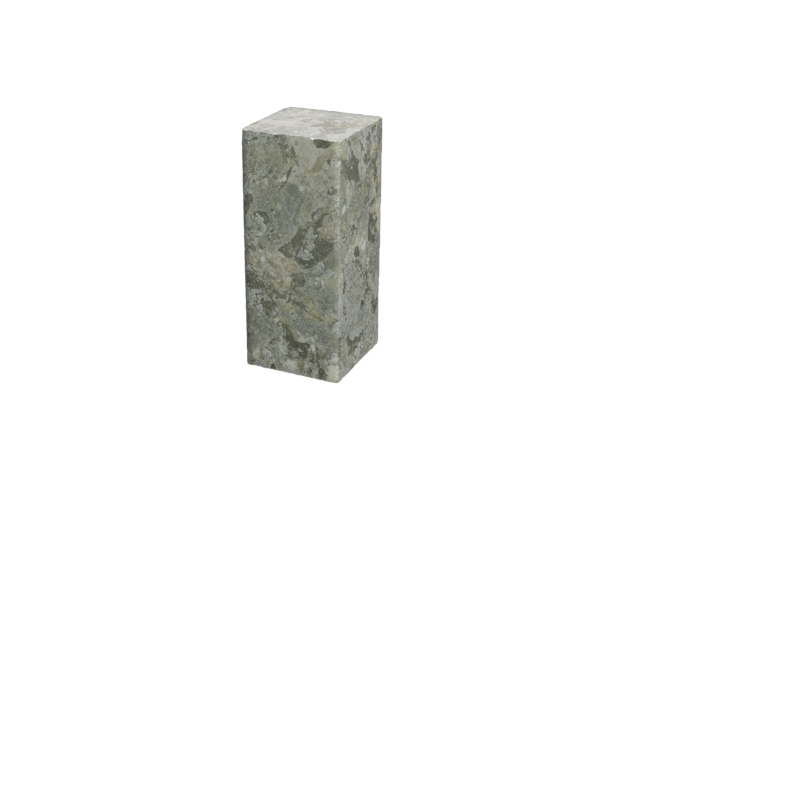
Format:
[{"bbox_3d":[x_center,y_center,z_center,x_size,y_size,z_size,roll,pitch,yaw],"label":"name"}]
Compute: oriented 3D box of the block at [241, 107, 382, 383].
[{"bbox_3d":[-0.073,-0.133,0.932,0.093,0.196,0.092,10,24,20],"label":"block"}]
